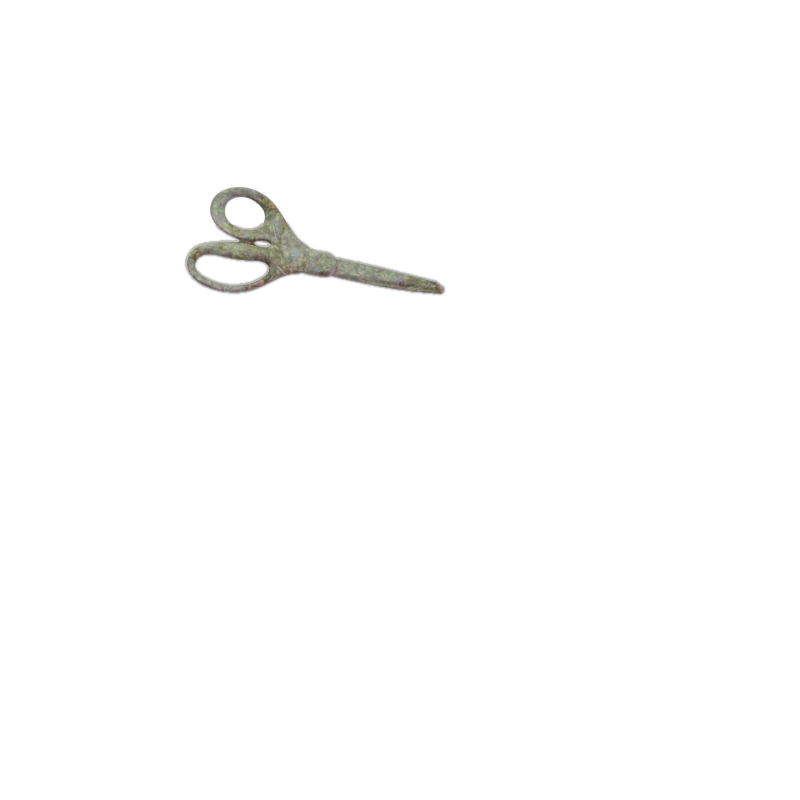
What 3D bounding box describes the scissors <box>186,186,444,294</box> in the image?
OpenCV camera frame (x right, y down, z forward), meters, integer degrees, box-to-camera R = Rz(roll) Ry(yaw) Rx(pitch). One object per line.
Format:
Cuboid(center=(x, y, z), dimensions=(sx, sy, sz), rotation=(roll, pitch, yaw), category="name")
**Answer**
Cuboid(center=(-0.069, -0.126, 0.883), dimensions=(0.201, 0.100, 0.015), rotation=(-3, -16, -1), category="scissors")
